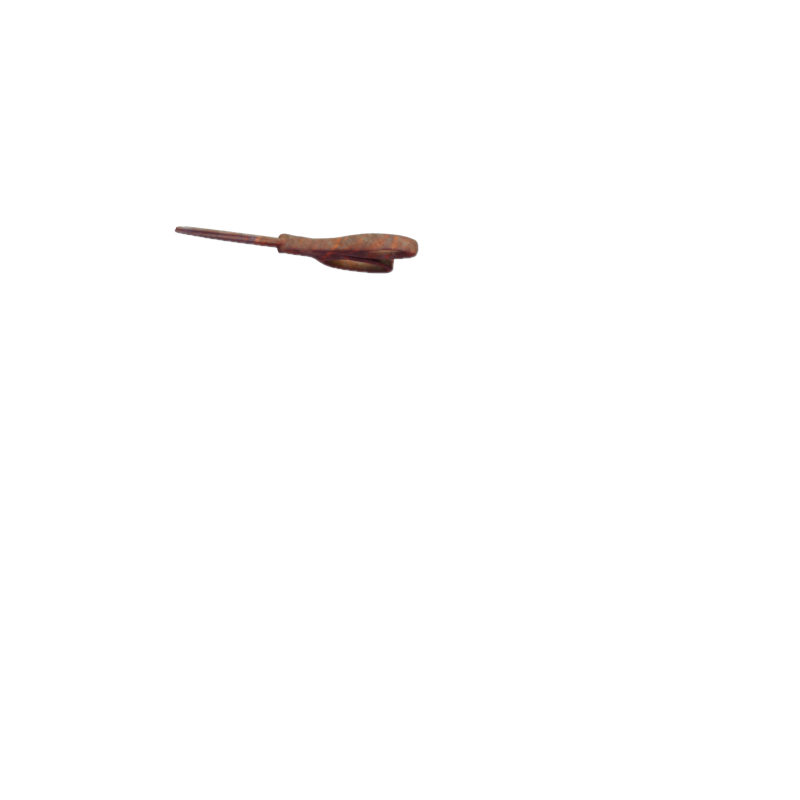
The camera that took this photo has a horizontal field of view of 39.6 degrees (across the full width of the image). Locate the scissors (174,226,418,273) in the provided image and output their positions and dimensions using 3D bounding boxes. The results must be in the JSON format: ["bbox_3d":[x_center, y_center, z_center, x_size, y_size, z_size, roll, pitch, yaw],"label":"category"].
[{"bbox_3d":[-0.069,-0.125,0.875,0.192,0.016,0.098,7,-10,-44],"label":"scissors"}]
